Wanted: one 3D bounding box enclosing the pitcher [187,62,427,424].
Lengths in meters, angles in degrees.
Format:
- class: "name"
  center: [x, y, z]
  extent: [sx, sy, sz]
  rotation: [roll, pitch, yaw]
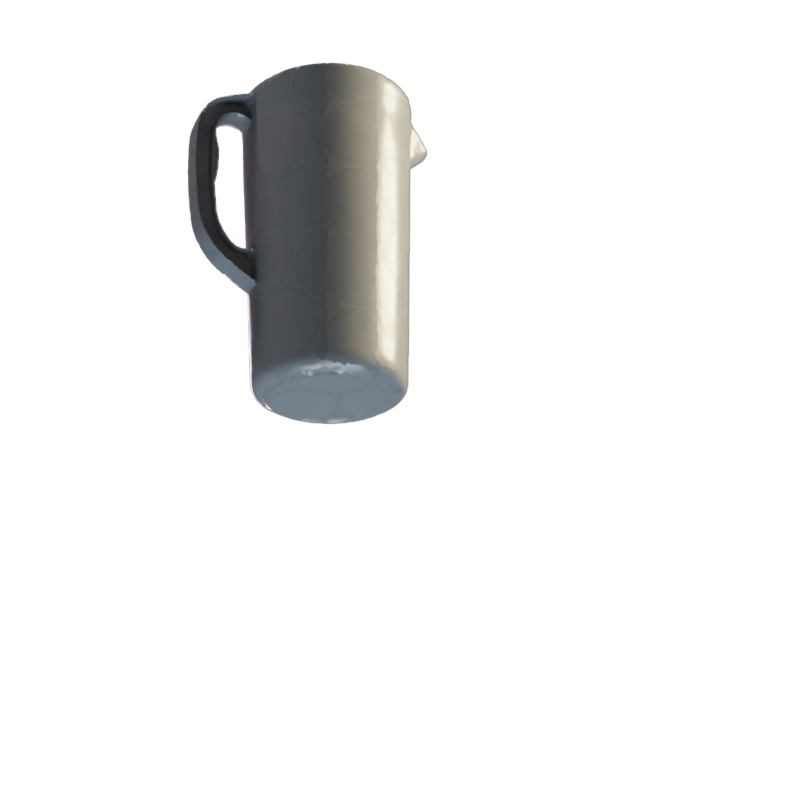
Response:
- class: "pitcher"
  center: [-0.063, -0.115, 0.802]
  extent: [0.151, 0.258, 0.134]
  rotation: [-11, -29, 17]
